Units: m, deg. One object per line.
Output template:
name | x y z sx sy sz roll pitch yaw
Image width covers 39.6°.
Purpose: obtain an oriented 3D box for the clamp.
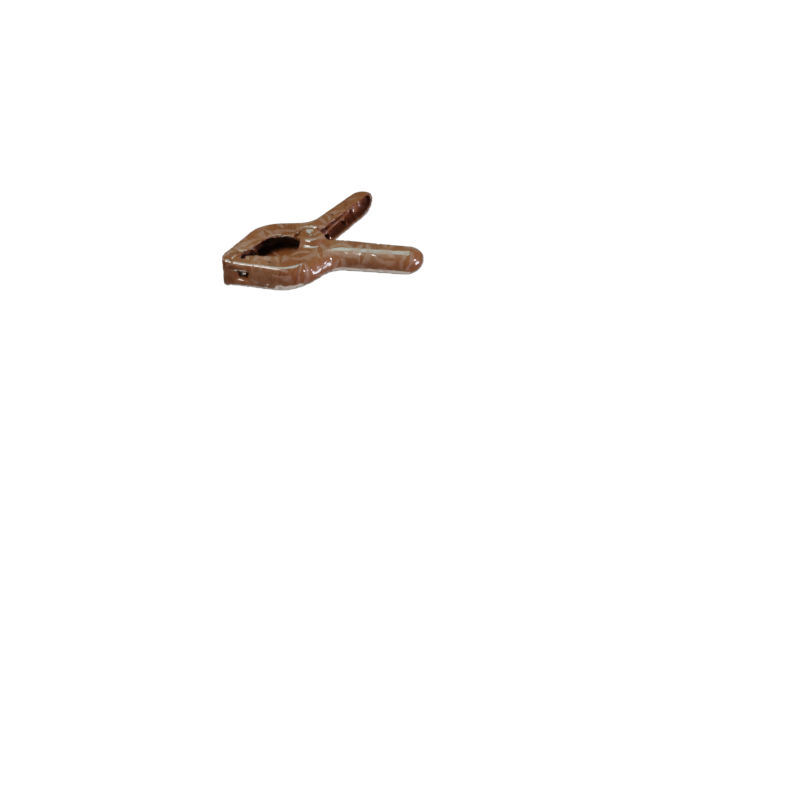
clamp | -0.077 -0.140 0.982 0.169 0.037 0.129 -8 34 -13
